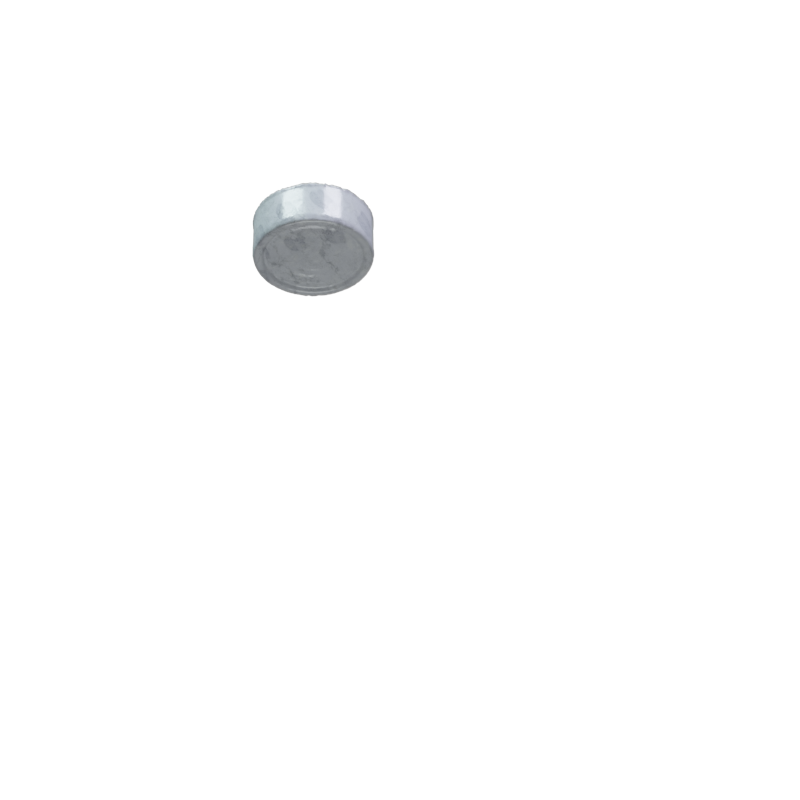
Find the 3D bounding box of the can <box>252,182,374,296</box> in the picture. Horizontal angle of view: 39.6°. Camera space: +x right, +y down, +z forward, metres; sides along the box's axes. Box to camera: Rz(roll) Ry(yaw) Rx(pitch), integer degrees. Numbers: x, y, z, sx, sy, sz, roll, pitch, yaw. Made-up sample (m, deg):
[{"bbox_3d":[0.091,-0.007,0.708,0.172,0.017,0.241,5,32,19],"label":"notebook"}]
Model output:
[{"bbox_3d":[-0.061,-0.111,0.775,0.086,0.036,0.080,1,-36,-2],"label":"can"}]
